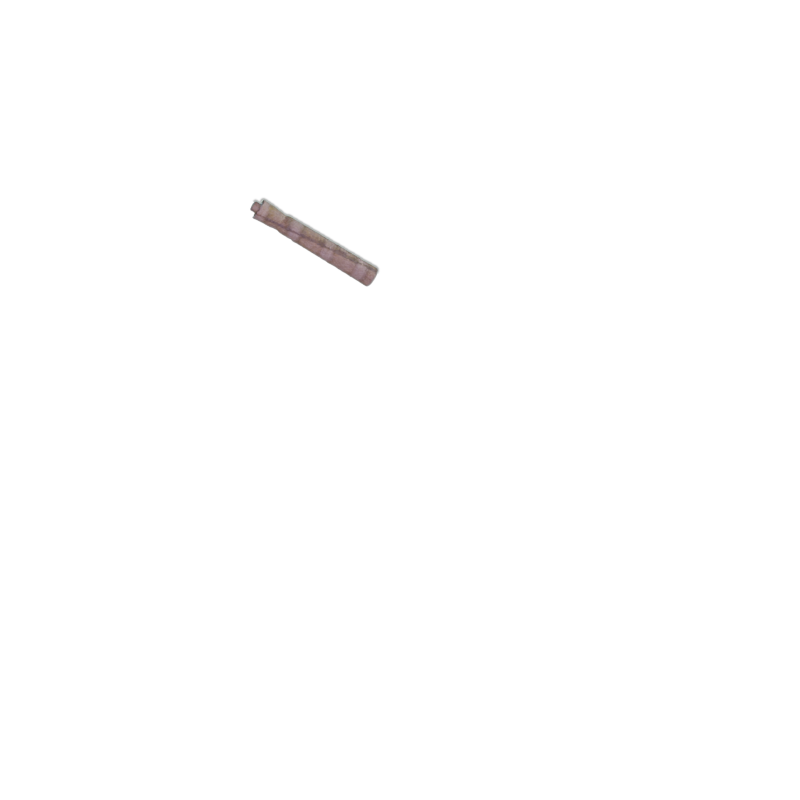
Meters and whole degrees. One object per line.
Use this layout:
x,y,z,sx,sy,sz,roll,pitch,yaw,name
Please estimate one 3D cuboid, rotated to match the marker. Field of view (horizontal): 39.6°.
-0.073,-0.134,0.938,0.118,0.020,0.020,30,-4,-11,marker
